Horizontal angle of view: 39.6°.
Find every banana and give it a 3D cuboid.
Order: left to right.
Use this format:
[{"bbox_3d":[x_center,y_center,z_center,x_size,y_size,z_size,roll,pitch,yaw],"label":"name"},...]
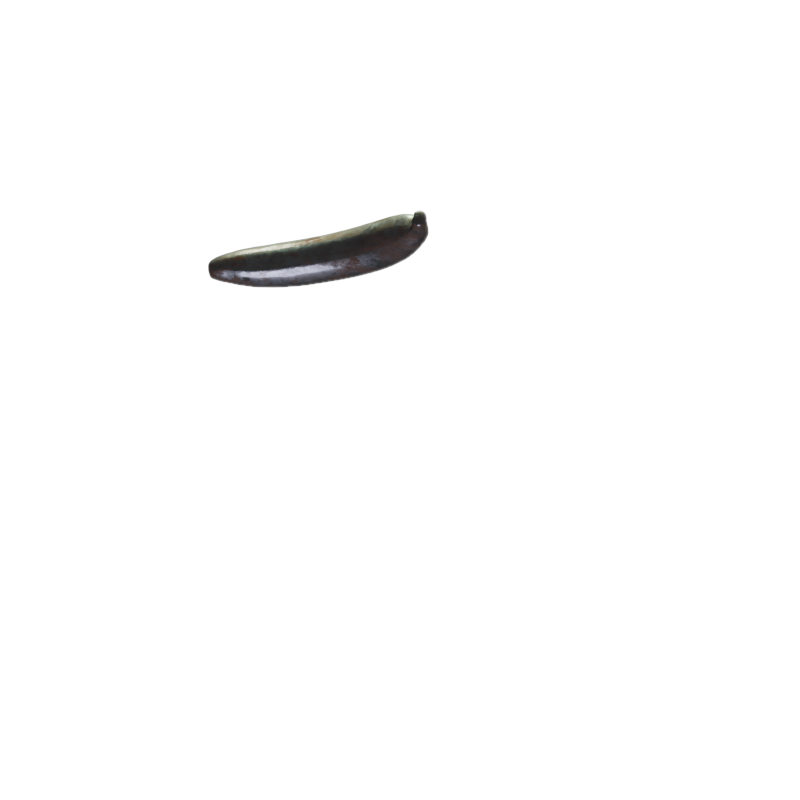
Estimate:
[{"bbox_3d":[-0.055,-0.119,0.874,0.201,0.039,0.065,-11,-23,28],"label":"banana"}]
